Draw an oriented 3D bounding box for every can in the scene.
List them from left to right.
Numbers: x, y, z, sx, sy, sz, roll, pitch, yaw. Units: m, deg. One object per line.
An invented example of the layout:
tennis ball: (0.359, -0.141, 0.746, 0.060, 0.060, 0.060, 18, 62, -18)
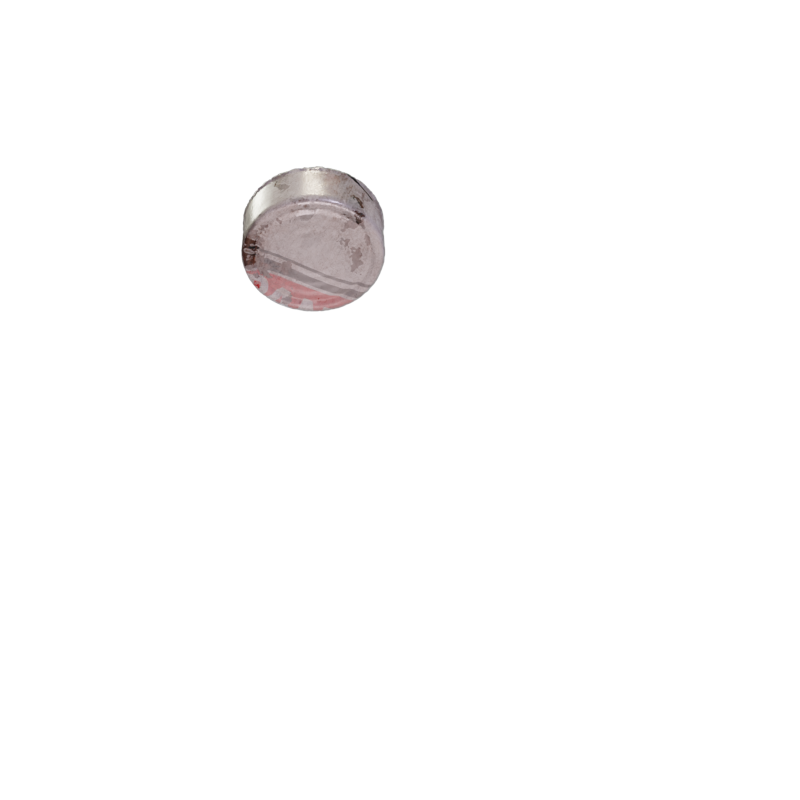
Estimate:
can: (-0.052, -0.094, 0.660, 0.086, 0.080, 0.036, 1, 40, -1)
